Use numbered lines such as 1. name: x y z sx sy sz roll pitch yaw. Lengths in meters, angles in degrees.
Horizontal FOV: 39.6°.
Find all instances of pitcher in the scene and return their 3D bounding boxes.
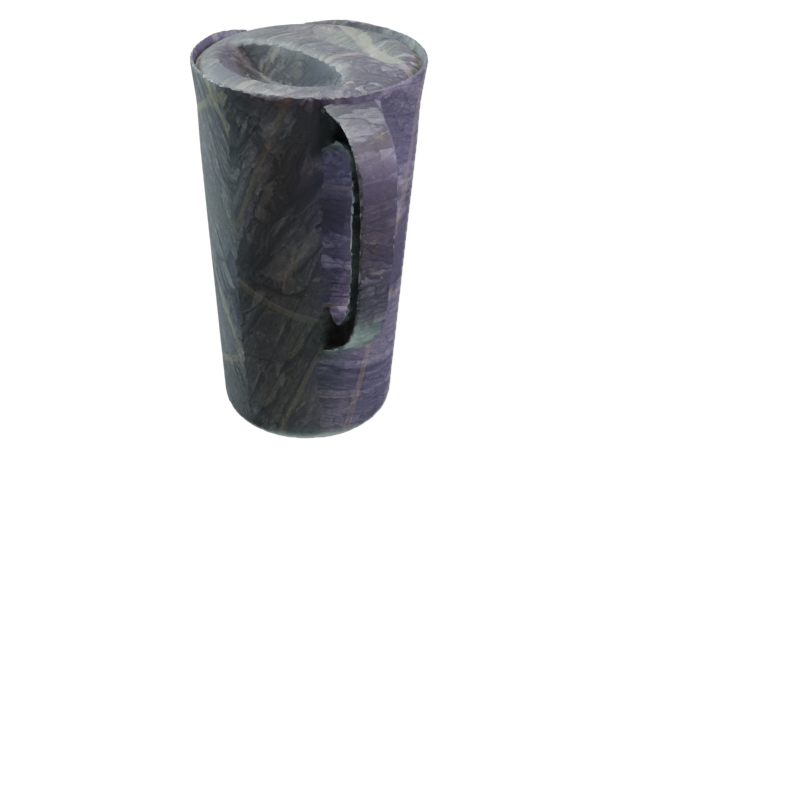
1. pitcher: -0.052 -0.095 0.666 0.150 0.228 0.154 13 34 17
